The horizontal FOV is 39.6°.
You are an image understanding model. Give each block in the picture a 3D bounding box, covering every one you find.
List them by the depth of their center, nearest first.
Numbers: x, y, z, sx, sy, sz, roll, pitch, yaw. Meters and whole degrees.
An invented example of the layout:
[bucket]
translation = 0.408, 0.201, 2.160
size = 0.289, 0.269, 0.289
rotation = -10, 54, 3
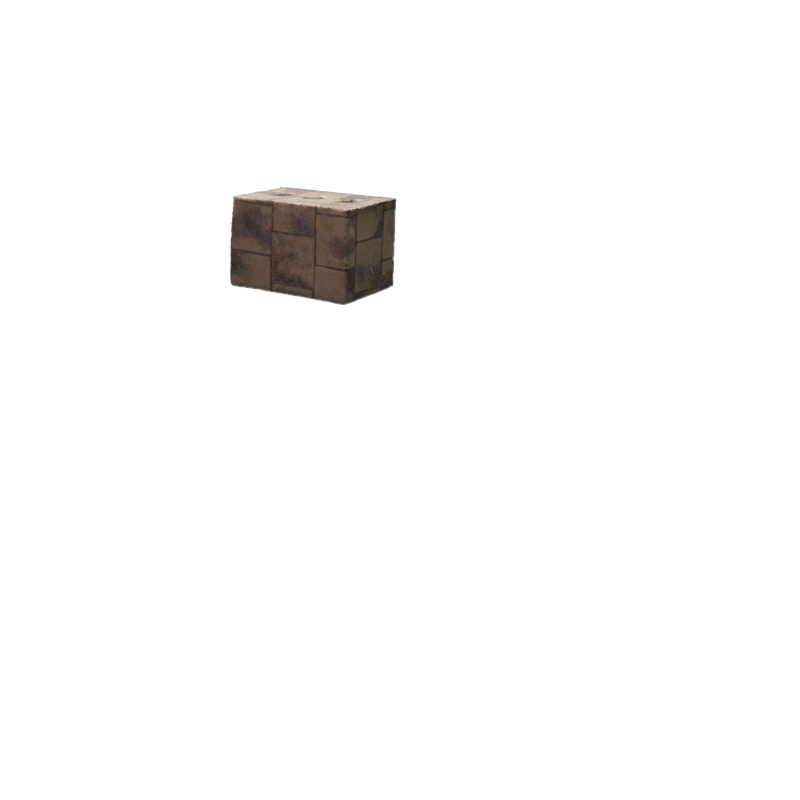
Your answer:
[block]
translation = -0.048, -0.087, 0.611
size = 0.081, 0.050, 0.052
rotation = 11, 18, 31
